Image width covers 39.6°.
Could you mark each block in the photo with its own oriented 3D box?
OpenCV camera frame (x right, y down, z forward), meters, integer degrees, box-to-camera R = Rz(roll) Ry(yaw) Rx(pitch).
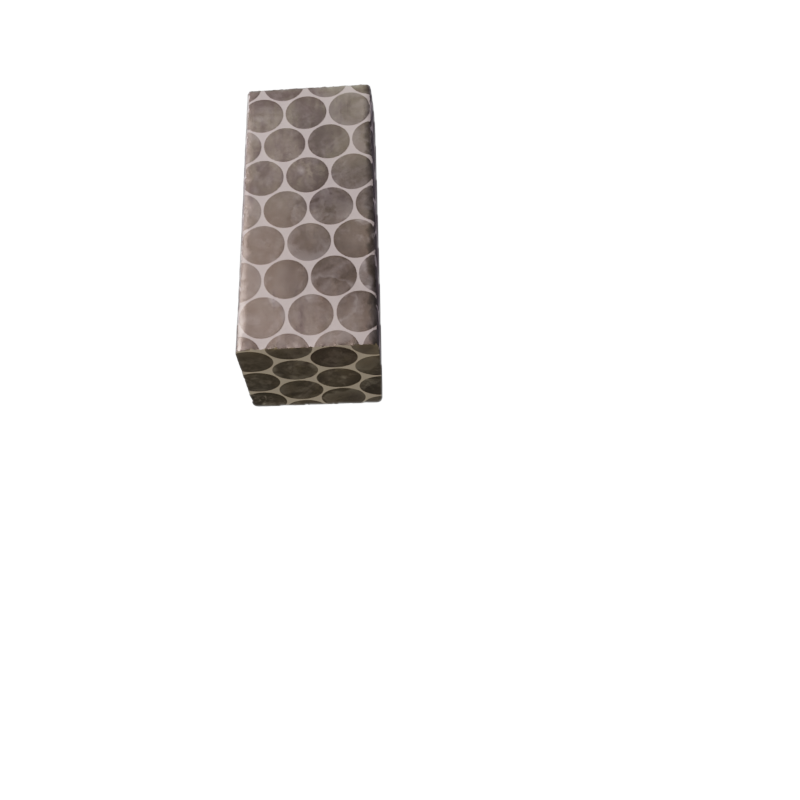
[{"bbox_3d":[-0.060,-0.110,0.769,0.091,0.219,0.084,-3,-29,2],"label":"block"}]
